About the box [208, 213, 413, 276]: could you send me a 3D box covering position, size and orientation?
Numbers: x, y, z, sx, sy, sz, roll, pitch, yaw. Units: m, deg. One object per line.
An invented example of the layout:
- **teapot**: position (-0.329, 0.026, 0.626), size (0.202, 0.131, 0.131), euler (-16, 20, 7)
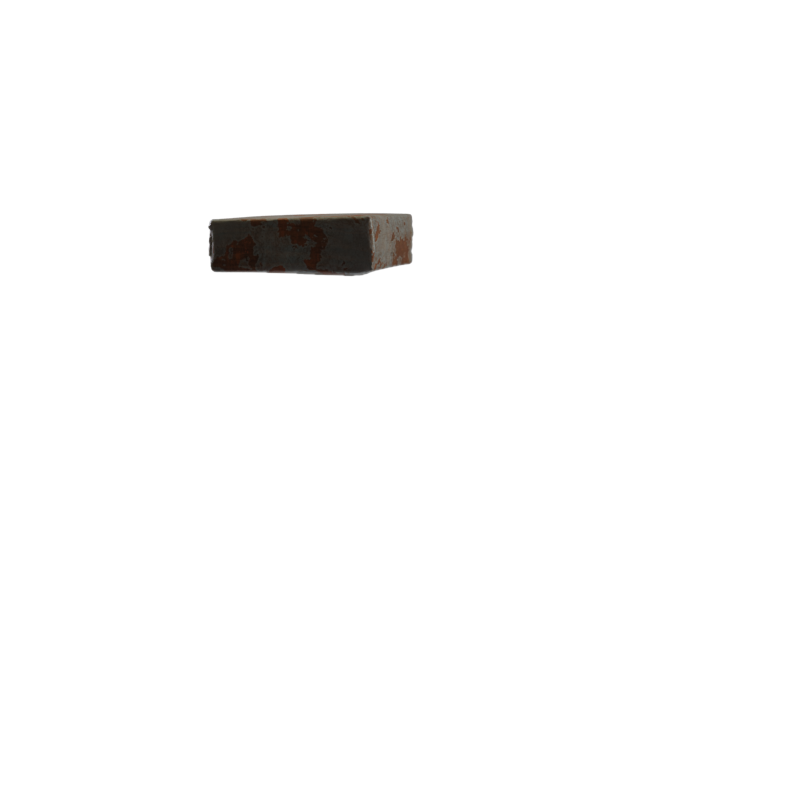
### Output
- **box**: position (-0.057, -0.105, 0.733), size (0.117, 0.038, 0.089), euler (4, 11, 19)
